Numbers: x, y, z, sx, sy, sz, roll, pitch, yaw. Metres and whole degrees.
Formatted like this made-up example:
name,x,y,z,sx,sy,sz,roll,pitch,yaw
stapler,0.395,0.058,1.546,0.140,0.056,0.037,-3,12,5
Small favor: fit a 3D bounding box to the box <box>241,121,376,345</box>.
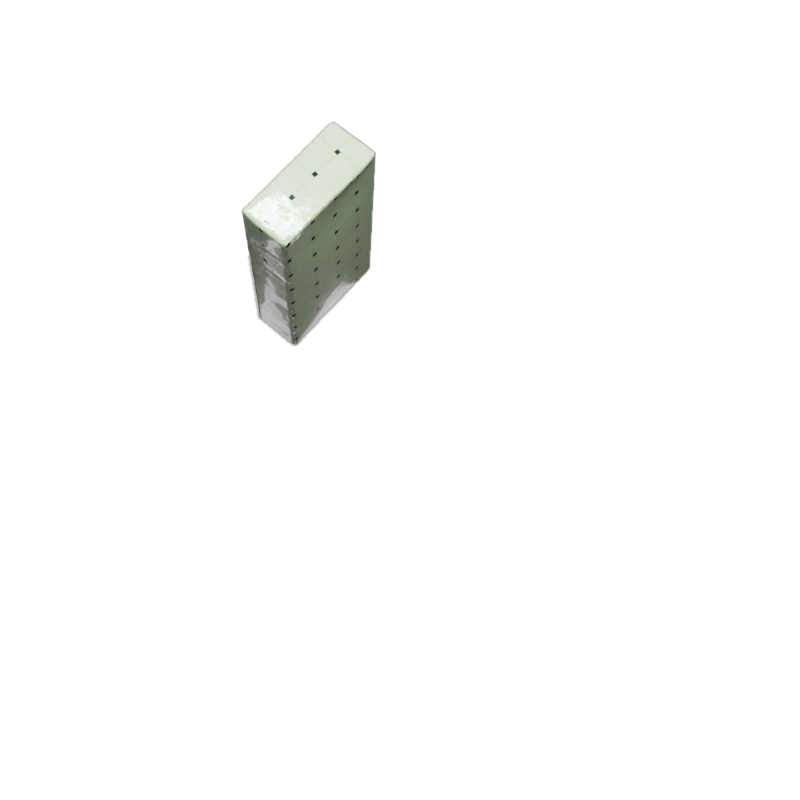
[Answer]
name,x,y,z,sx,sy,sz,roll,pitch,yaw
box,-0.062,-0.113,0.791,0.050,0.095,0.168,39,-17,8
